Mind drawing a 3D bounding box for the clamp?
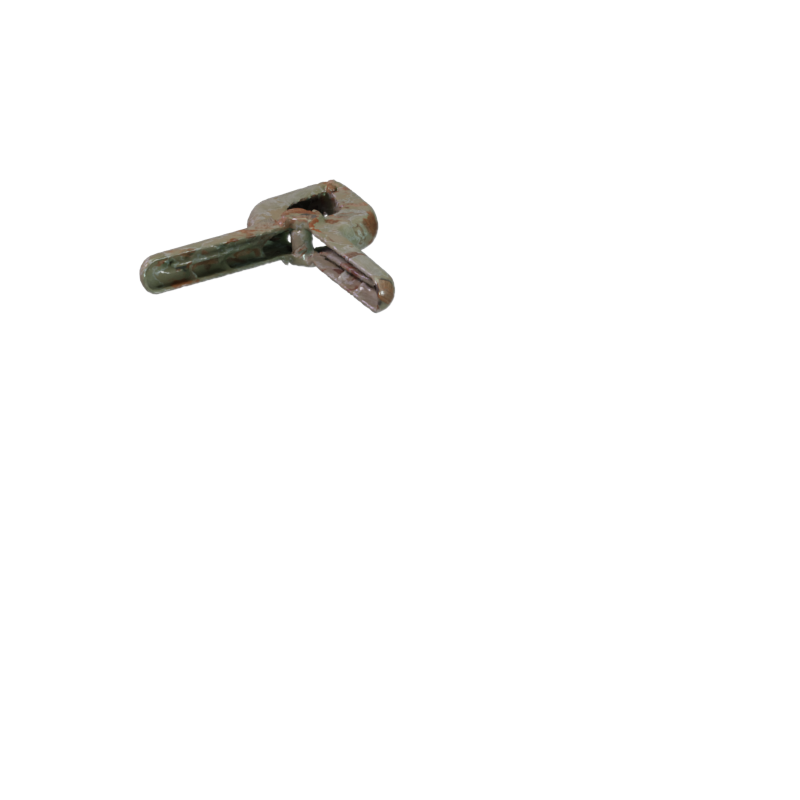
[{"bbox_3d":[-0.060,-0.109,0.767,0.169,0.035,0.214,9,27,17],"label":"clamp"}]
